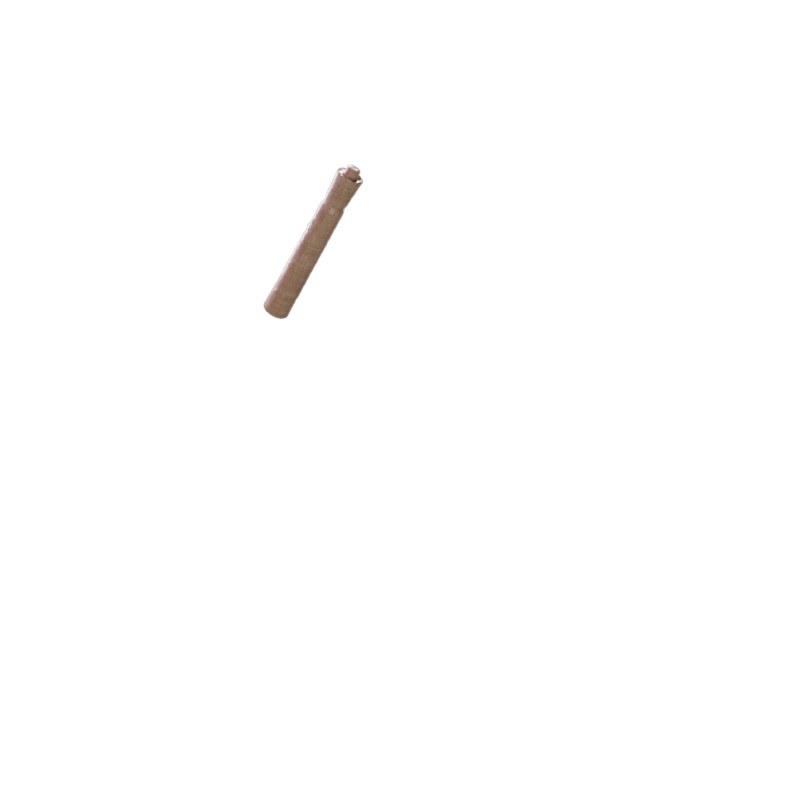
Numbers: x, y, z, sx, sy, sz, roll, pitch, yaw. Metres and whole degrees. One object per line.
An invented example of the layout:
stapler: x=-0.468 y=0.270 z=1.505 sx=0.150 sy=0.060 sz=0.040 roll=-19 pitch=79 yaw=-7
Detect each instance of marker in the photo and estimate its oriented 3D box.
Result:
marker: x=-0.058 y=-0.106 z=0.742 sx=0.019 sy=0.117 sz=0.021 roll=24 pitch=28 yaw=-17
